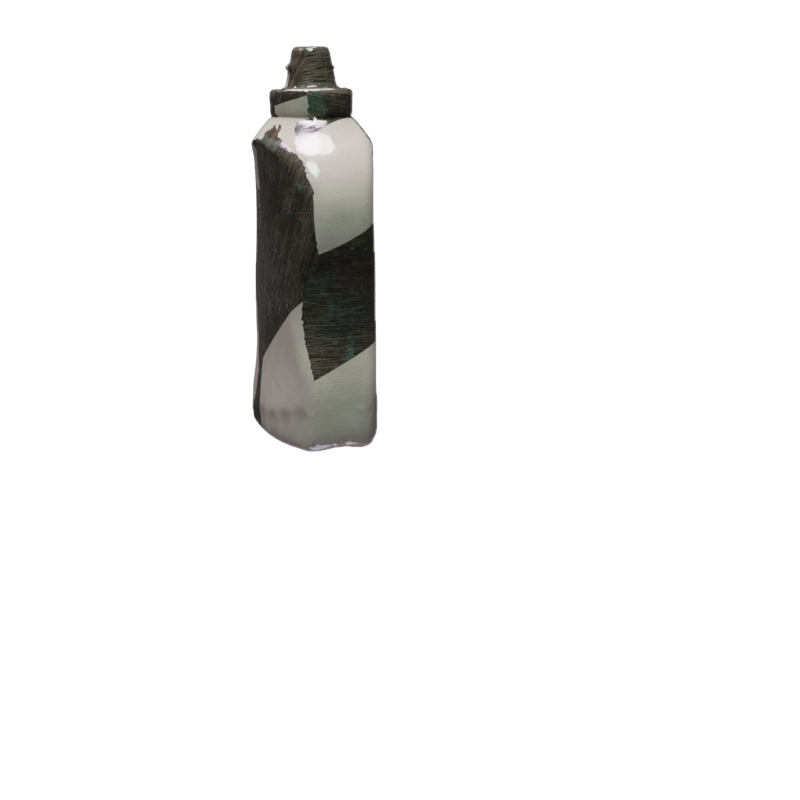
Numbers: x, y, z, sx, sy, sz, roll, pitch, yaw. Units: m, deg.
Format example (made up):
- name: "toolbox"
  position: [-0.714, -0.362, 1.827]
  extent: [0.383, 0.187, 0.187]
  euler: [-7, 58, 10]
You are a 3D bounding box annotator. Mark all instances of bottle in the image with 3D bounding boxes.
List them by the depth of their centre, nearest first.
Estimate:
- name: "bottle"
  position: [-0.044, -0.079, 0.553]
  extent: [0.057, 0.188, 0.100]
  euler: [-2, 10, -19]
